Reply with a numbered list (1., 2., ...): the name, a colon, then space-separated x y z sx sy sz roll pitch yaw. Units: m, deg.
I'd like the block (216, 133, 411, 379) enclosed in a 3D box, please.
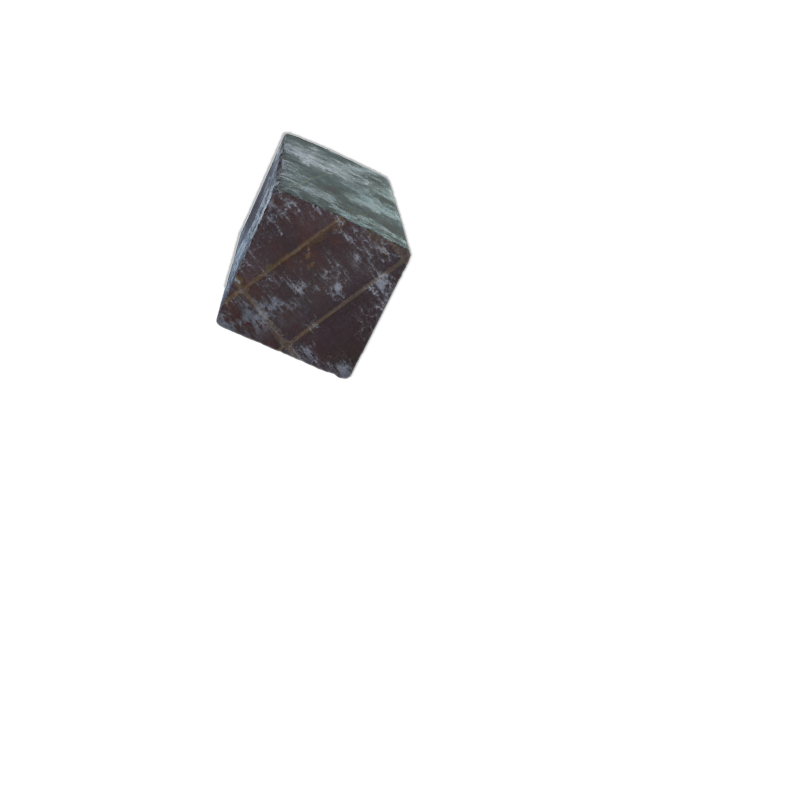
1. block: -0.057 -0.106 0.741 0.088 0.089 0.215 23 18 -12
